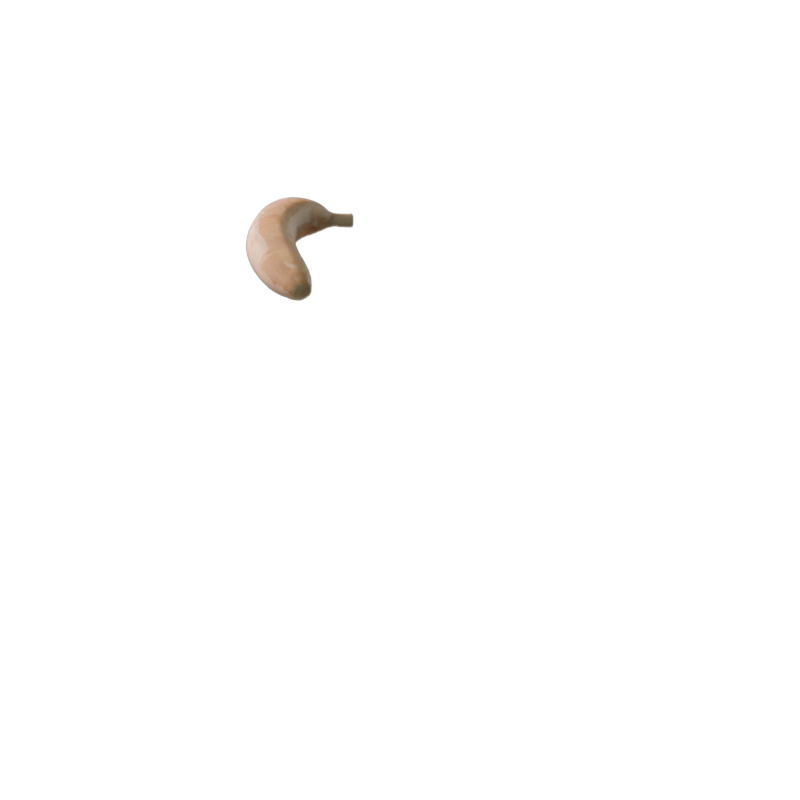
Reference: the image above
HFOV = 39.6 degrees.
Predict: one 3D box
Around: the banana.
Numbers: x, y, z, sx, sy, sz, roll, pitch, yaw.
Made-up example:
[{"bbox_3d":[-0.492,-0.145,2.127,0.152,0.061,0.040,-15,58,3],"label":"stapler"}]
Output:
[{"bbox_3d":[-0.084,-0.124,0.852,0.070,0.035,0.205,3,25,7],"label":"banana"}]
